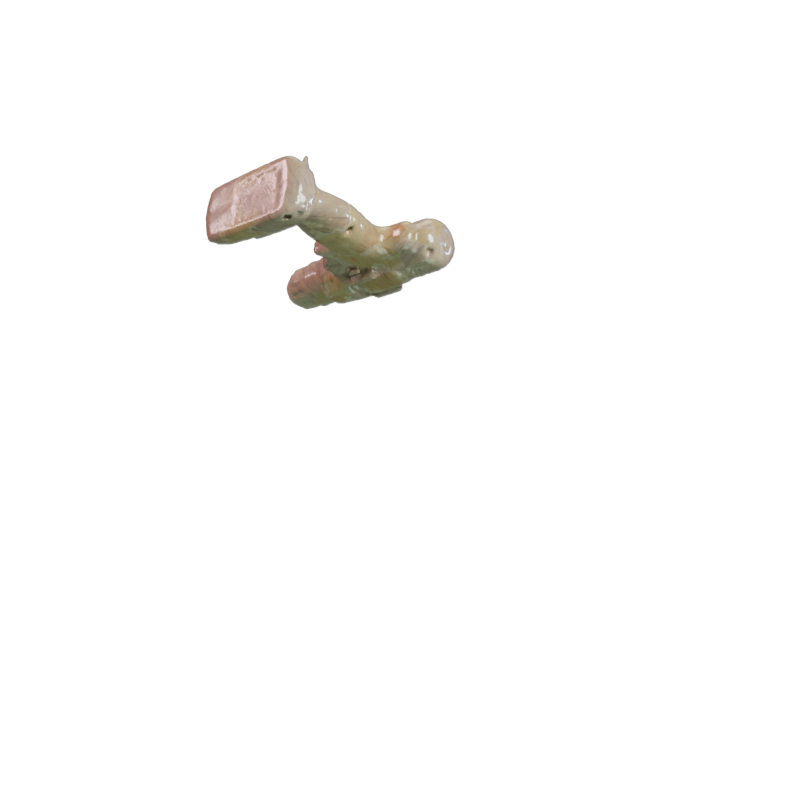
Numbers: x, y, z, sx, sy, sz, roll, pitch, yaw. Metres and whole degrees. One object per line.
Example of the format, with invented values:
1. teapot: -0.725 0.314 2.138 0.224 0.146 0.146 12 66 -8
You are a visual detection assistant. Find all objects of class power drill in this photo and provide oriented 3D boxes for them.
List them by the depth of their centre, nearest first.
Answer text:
1. power drill: -0.075 -0.137 0.960 0.187 0.060 0.176 -17 -25 39
